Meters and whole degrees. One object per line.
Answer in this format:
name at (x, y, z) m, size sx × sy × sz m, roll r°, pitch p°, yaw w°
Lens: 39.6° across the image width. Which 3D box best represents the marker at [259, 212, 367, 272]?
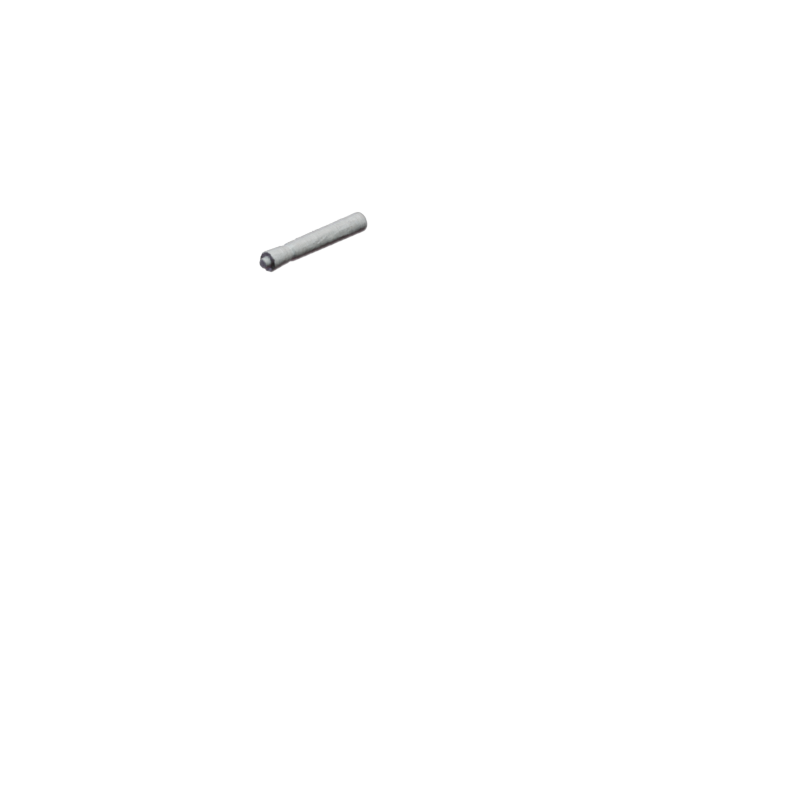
marker at (-0.076, -0.139, 0.974) m, size 0.021 × 0.019 × 0.121 m, roll 4°, pitch 26°, yaw 45°
